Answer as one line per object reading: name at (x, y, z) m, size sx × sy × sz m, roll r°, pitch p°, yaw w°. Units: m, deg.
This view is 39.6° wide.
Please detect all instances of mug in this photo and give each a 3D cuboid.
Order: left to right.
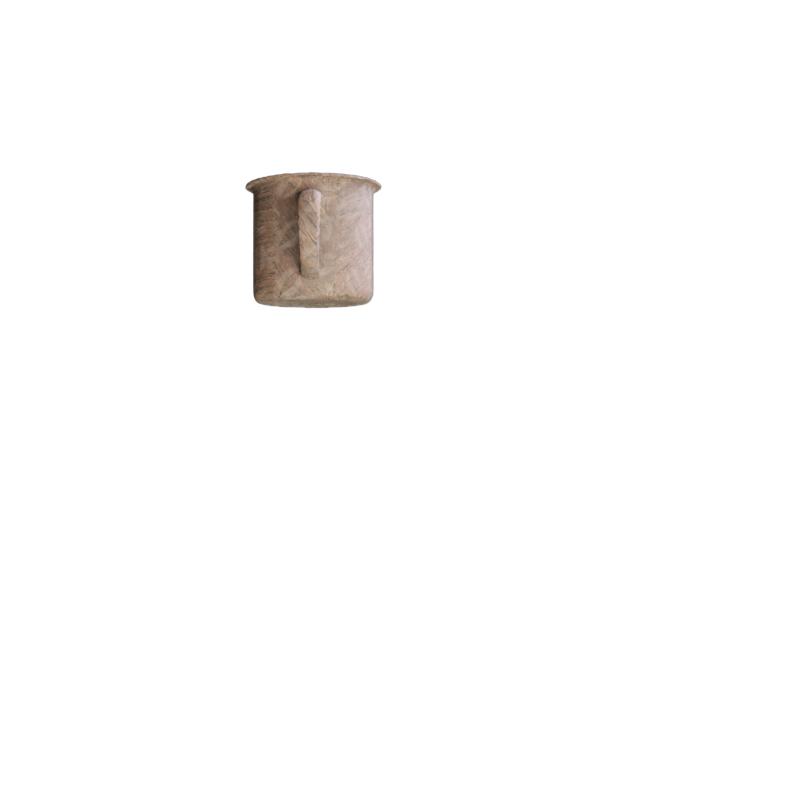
mug at (-0.058, -0.106, 0.741) m, size 0.093 × 0.083 × 0.116 m, roll 0°, pitch -3°, yaw -3°
